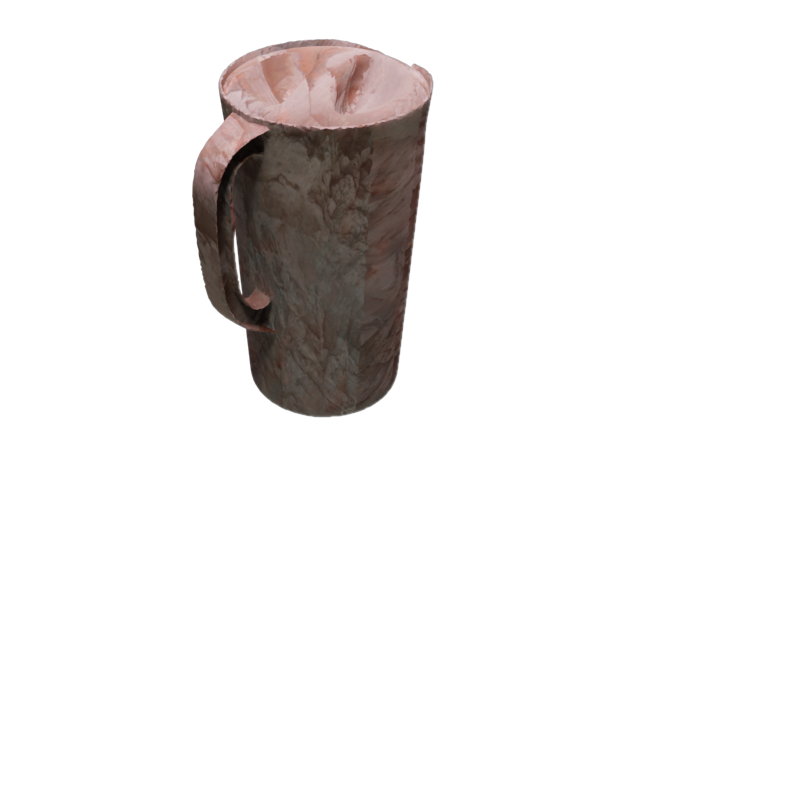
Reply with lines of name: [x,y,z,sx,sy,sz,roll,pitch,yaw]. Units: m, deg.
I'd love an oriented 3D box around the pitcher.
pitcher: [-0.058,-0.106,0.742,0.148,0.228,0.155,-1,35,-5]
